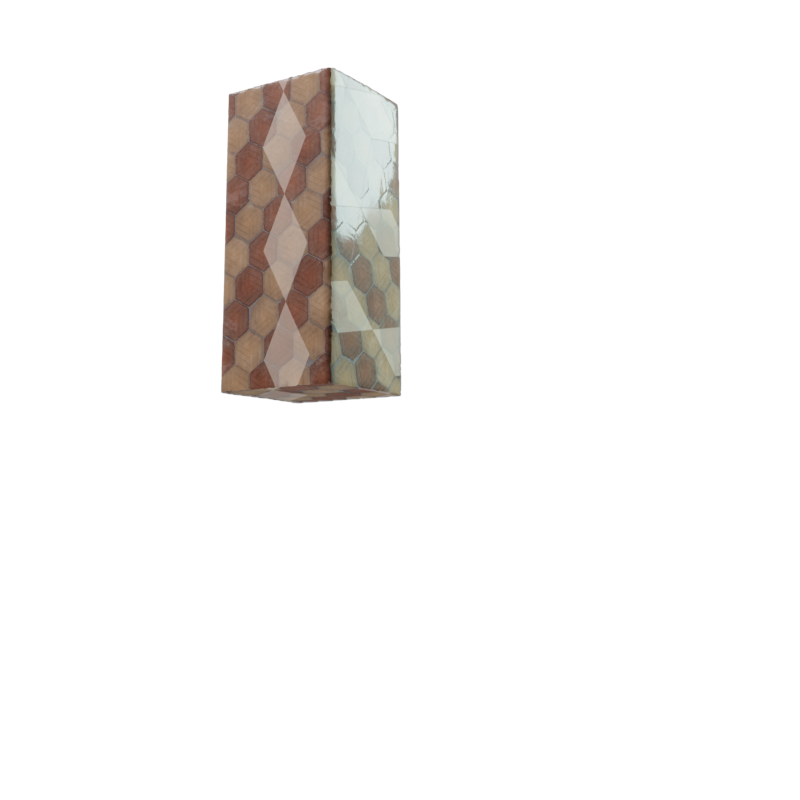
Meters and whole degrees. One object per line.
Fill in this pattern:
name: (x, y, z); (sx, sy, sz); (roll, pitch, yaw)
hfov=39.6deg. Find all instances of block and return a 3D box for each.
block: (-0.058, -0.107, 0.752); (0.093, 0.213, 0.085); (-9, -15, 32)
